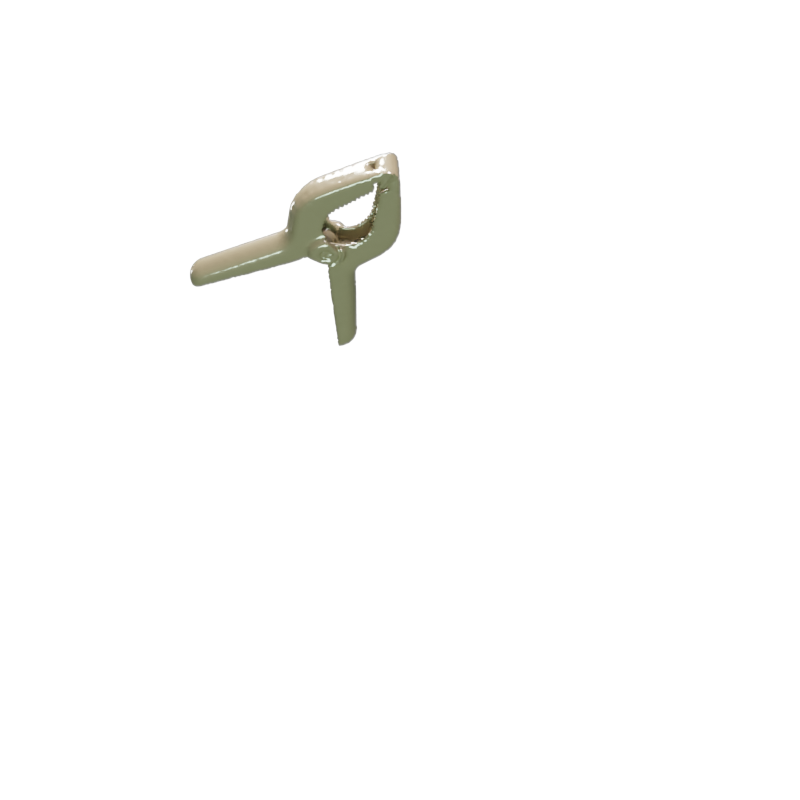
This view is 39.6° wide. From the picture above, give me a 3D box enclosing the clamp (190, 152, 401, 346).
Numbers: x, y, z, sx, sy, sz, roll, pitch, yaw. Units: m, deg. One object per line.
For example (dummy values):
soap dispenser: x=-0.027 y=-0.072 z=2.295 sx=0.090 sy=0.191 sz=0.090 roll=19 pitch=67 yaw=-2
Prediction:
clamp: x=-0.073 y=-0.134 z=0.935 sx=0.159 sy=0.039 sz=0.203 roll=18 pitch=-45 yaw=-20
